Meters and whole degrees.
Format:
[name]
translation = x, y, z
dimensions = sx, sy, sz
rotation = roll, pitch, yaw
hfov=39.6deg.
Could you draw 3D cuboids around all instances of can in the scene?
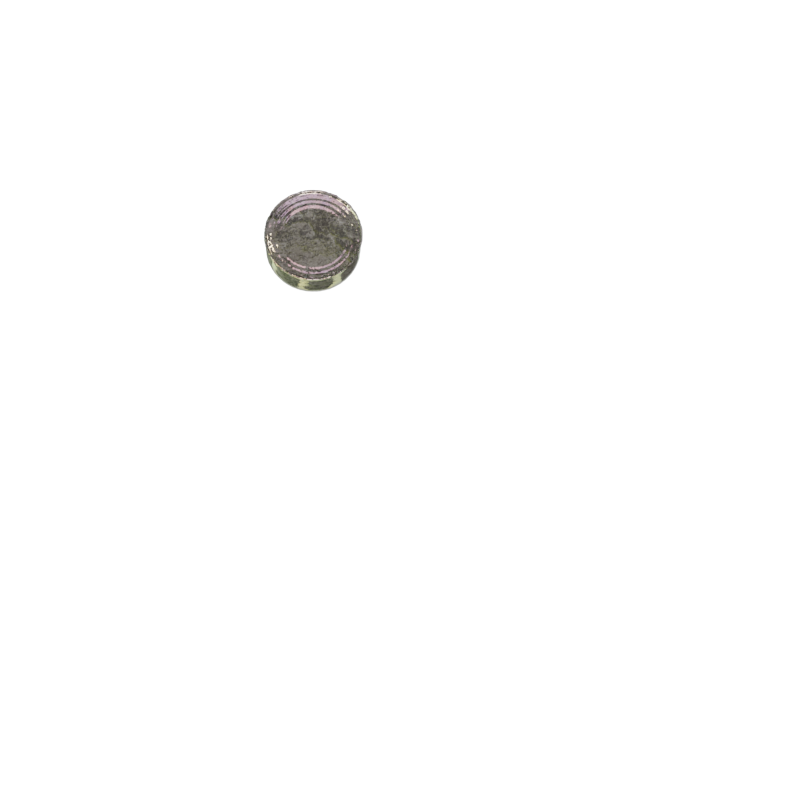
[can]
translation = -0.077, -0.140, 0.978
dimensions = 0.086, 0.090, 0.032
rotation = -1, -22, -1
